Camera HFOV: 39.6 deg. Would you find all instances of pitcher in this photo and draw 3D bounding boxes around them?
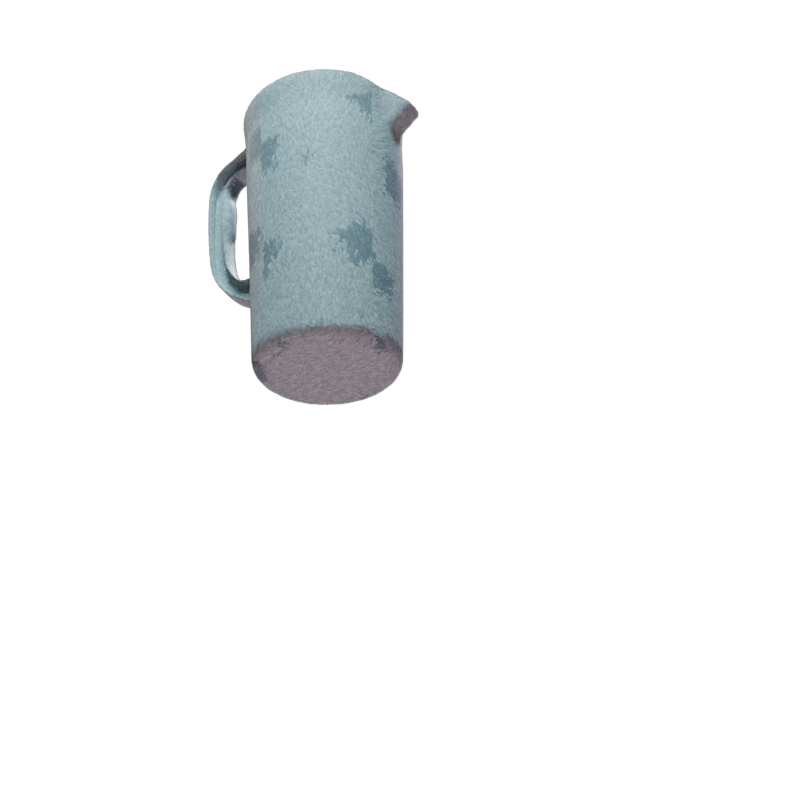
[{"bbox_3d":[-0.067,-0.122,0.854,0.141,0.260,0.143,9,-35,-17],"label":"pitcher"}]
